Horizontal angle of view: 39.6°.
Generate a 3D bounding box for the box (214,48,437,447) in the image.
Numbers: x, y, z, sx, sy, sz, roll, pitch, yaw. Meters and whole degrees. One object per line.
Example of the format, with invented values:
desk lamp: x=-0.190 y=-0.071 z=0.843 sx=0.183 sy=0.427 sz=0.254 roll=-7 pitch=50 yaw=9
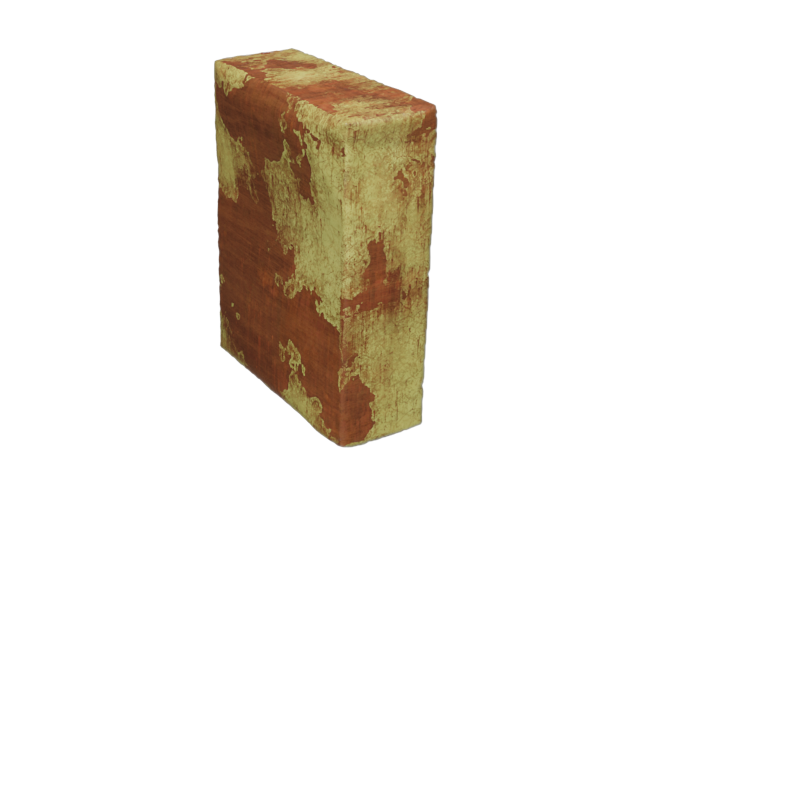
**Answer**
box: x=-0.056 y=-0.102 z=0.712 sx=0.070 sy=0.203 sz=0.176 roll=-14 pitch=31 yaw=-31
